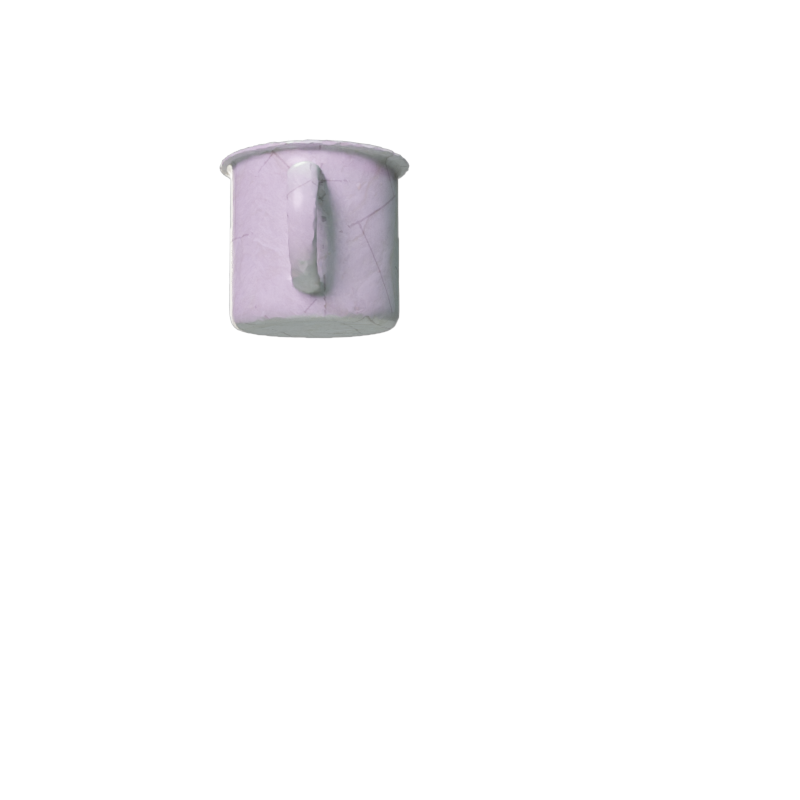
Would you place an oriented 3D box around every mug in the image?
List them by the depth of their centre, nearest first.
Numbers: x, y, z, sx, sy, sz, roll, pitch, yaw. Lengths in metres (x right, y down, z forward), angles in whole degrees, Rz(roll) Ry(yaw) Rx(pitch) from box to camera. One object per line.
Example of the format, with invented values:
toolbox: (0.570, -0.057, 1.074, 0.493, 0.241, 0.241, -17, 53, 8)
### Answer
mug: (-0.041, -0.075, 0.526, 0.093, 0.083, 0.115, 0, -6, -1)
